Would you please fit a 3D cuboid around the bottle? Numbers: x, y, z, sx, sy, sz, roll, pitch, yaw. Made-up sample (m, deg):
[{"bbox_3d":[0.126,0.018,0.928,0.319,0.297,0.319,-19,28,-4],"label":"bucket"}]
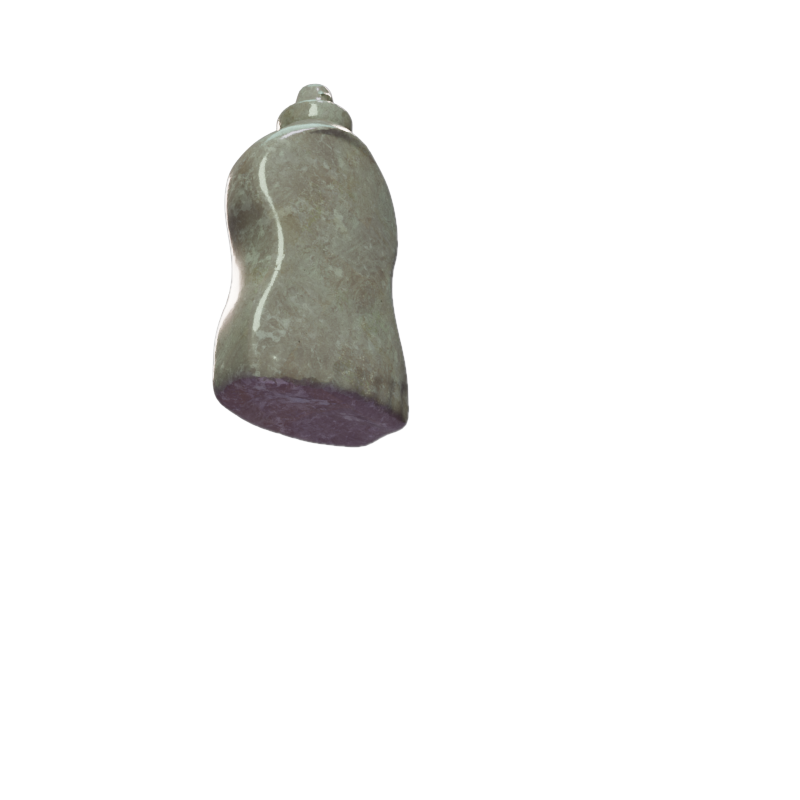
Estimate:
[{"bbox_3d":[-0.043,-0.079,0.554,0.091,0.204,0.058,19,-37,-33],"label":"bottle"}]
